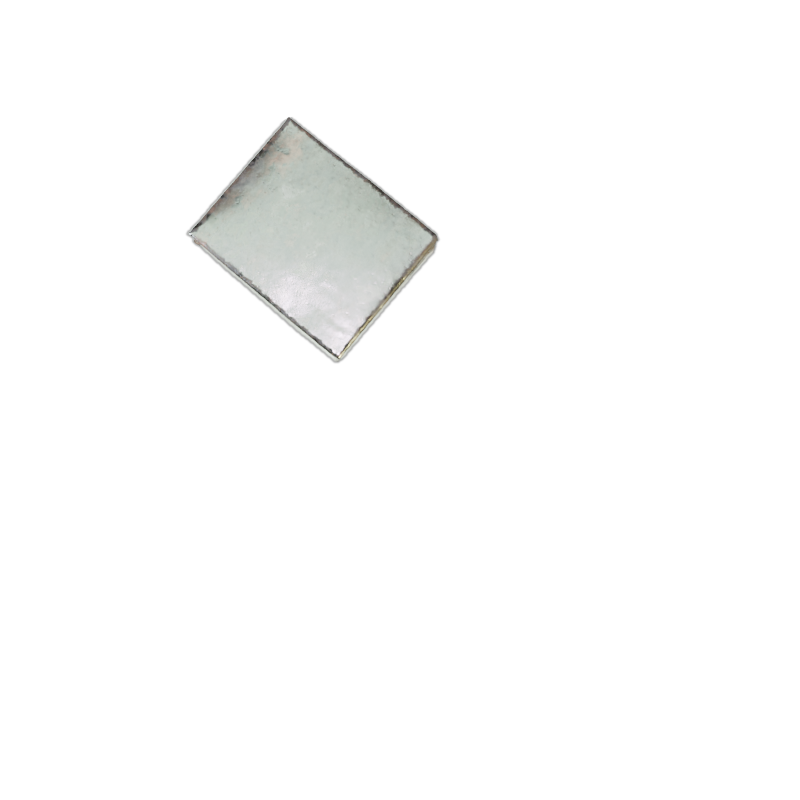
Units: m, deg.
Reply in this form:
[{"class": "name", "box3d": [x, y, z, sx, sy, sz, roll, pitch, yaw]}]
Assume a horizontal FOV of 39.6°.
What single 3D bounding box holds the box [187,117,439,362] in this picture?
[{"class": "box", "box3d": [-0.049, -0.090, 0.632, 0.116, 0.091, 0.038, 39, -9, 7]}]
